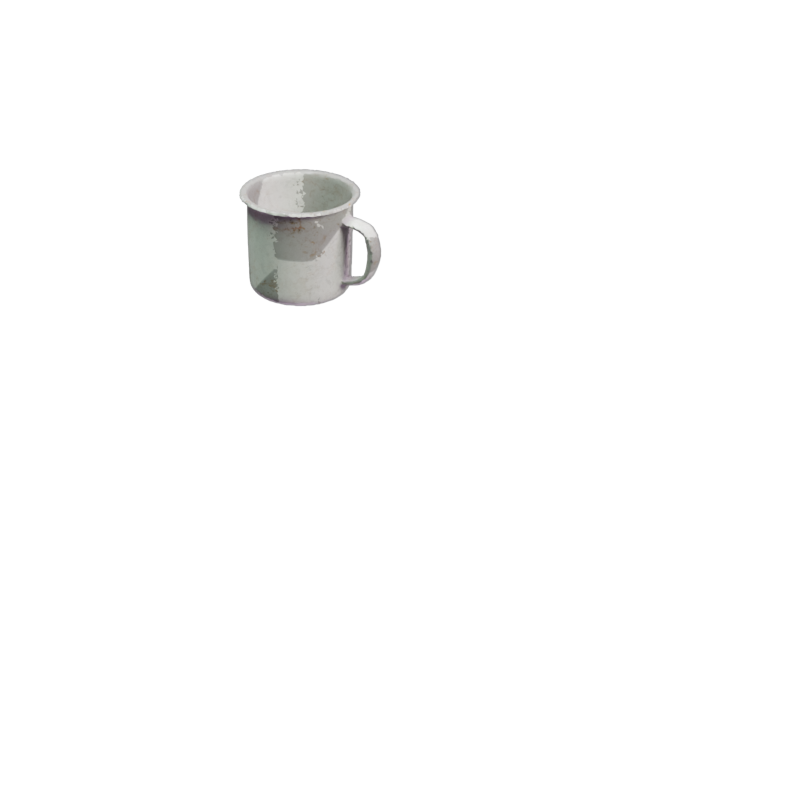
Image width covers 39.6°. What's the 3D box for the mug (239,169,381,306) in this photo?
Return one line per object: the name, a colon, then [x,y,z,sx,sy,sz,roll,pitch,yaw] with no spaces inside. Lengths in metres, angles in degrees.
mug: [-0.067,-0.123,0.861,0.122,0.077,0.095,16,32,24]
